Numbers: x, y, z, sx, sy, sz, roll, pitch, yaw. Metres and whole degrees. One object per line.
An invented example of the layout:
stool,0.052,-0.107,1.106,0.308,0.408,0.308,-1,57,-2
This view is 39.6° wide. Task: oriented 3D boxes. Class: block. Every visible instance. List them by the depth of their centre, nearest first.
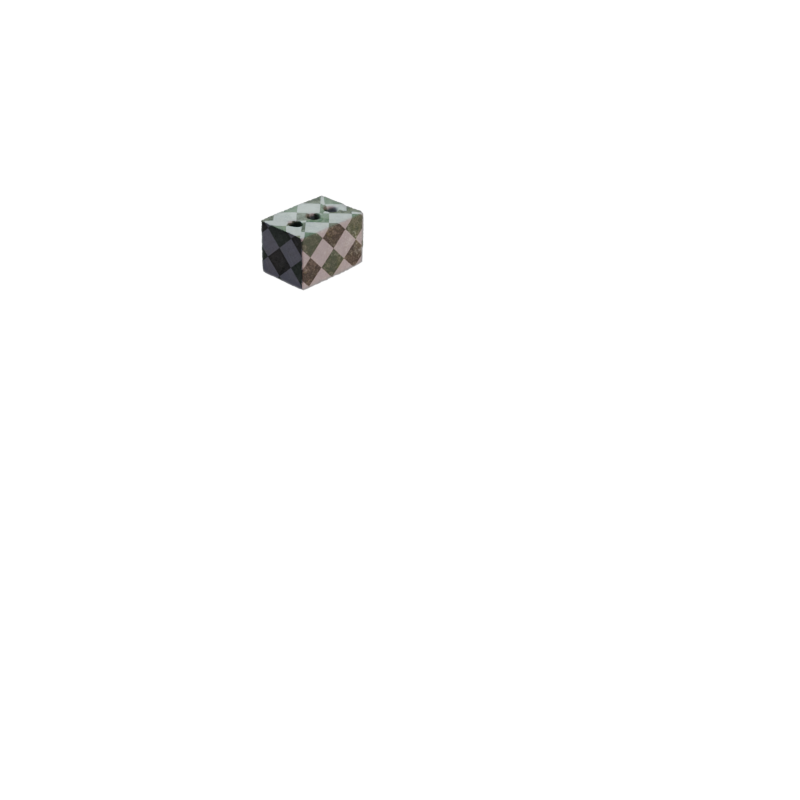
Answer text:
block,-0.076,-0.138,0.970,0.056,0.048,0.078,25,38,35
